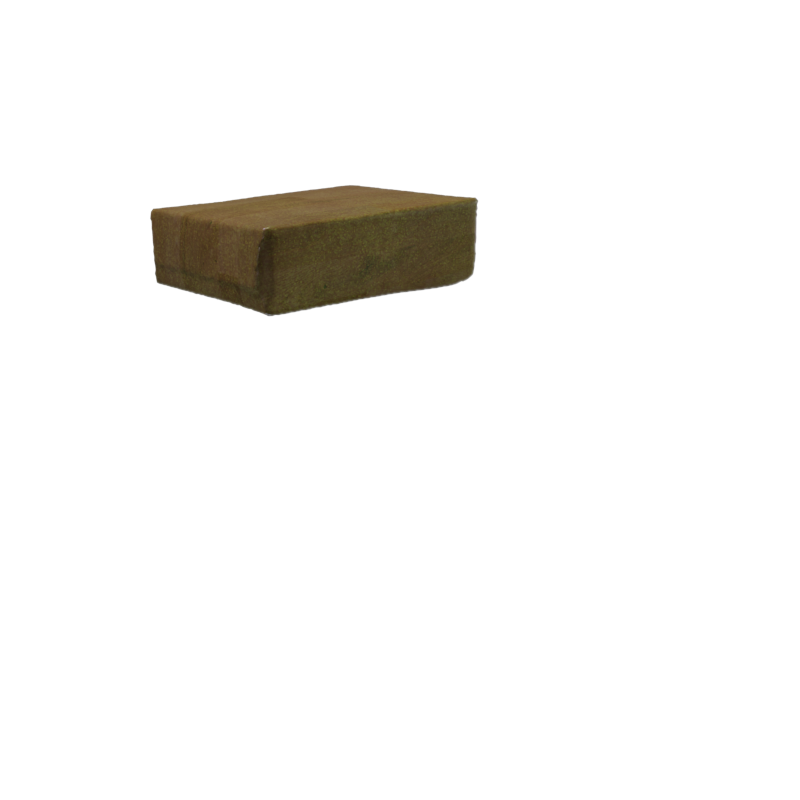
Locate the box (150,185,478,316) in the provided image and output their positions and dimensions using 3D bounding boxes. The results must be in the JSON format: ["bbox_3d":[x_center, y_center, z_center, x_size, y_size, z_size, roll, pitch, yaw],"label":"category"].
[{"bbox_3d":[-0.037,-0.068,0.475,0.110,0.038,0.095,-12,20,-37],"label":"box"}]
